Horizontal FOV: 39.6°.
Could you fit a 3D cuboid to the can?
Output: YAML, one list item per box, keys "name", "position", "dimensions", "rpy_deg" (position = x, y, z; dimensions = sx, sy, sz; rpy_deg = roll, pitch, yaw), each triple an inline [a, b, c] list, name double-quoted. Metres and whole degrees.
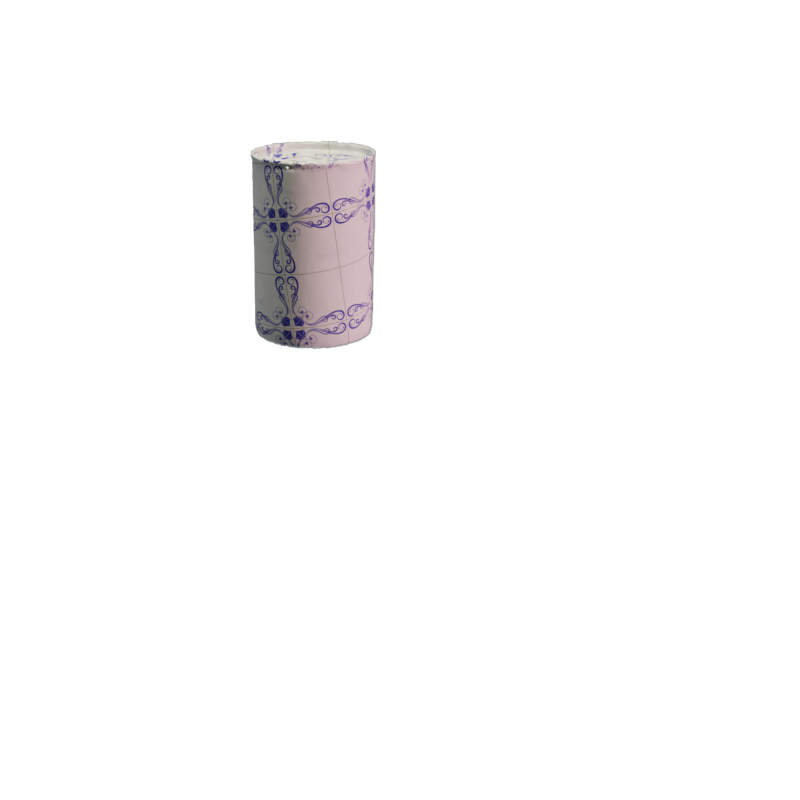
- name: "can"
  position: [-0.048, -0.087, 0.611]
  dimensions: [0.068, 0.098, 0.071]
  rpy_deg: [0, 18, -2]
